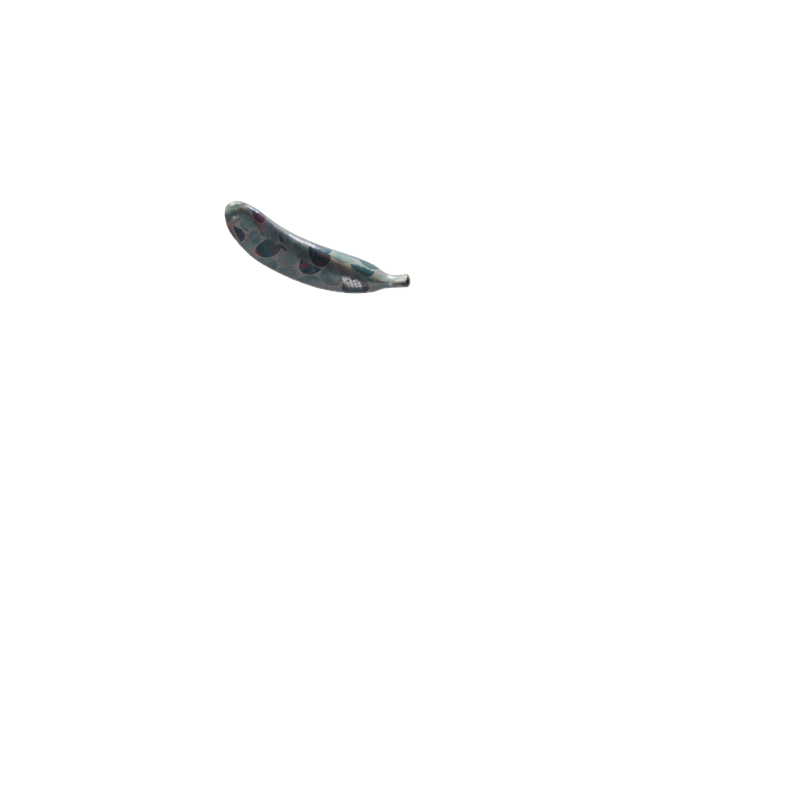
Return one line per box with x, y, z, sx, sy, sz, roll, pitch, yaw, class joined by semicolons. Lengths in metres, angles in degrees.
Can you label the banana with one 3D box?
-0.085;-0.132;0.983;0.187;0.039;0.069;17;-30;-34;banana
